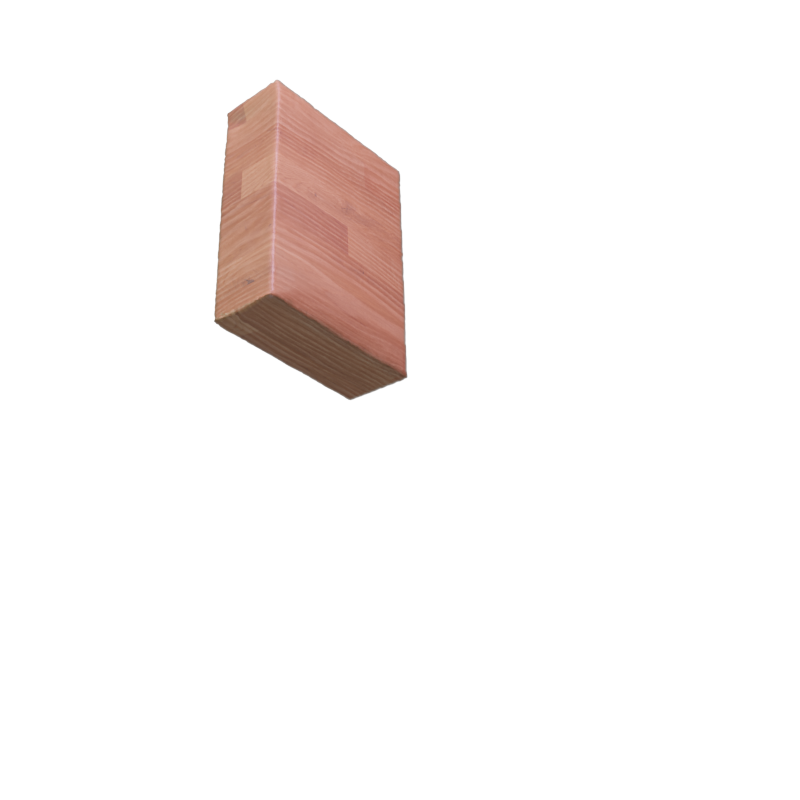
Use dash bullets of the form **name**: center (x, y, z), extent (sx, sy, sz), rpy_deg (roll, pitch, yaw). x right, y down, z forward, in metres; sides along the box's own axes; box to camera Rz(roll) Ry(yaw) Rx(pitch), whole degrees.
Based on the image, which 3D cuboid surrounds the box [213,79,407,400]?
- **box**: center (-0.071, -0.130, 0.912), extent (0.072, 0.228, 0.153), rpy_deg (-27, -40, 32)
